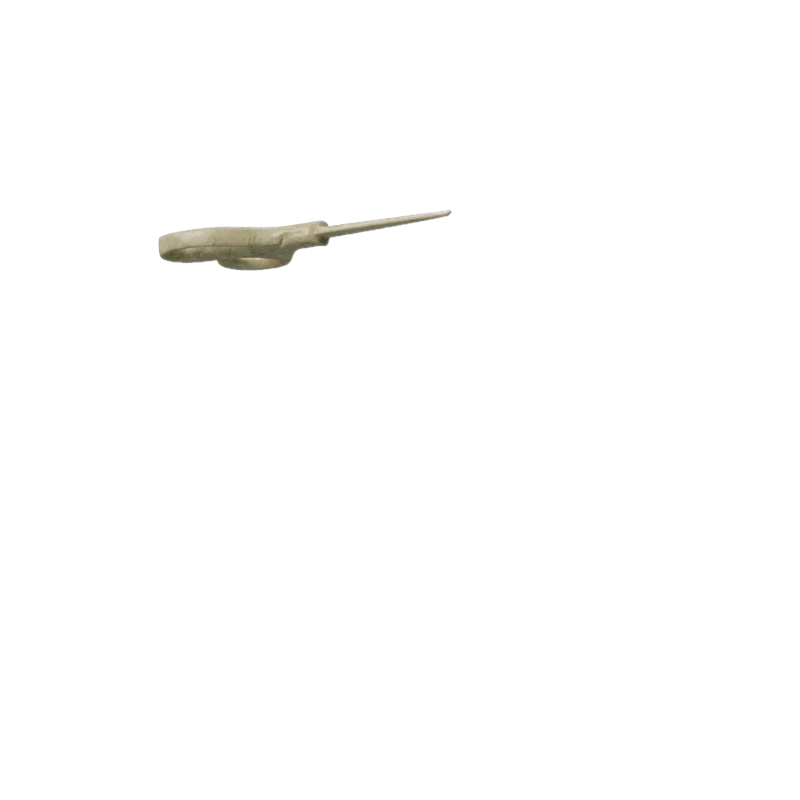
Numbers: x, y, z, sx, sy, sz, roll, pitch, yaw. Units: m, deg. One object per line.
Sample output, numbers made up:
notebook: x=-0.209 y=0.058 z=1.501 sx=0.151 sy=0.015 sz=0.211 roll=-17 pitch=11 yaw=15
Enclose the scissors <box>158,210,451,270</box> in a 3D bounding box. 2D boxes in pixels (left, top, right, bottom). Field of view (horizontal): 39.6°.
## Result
scissors: x=-0.055 y=-0.100 z=0.700 sx=0.206 sy=0.016 sz=0.092 roll=-1 pitch=-4 yaw=20
